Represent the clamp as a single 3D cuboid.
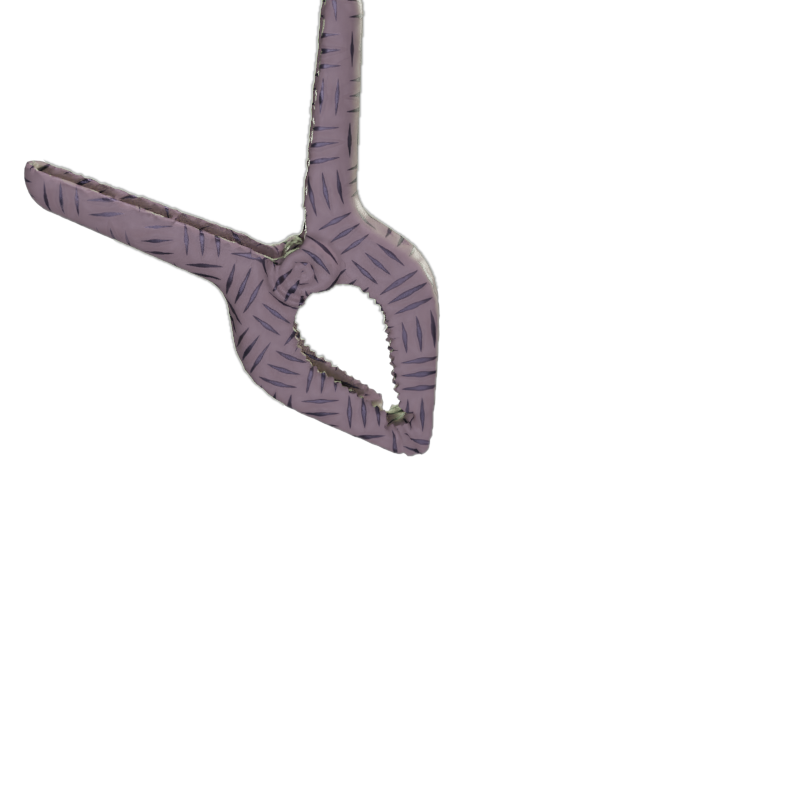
[{"bbox_3d":[-0.038,-0.070,0.488,0.164,0.204,0.038,-38,11,9],"label":"clamp"}]
